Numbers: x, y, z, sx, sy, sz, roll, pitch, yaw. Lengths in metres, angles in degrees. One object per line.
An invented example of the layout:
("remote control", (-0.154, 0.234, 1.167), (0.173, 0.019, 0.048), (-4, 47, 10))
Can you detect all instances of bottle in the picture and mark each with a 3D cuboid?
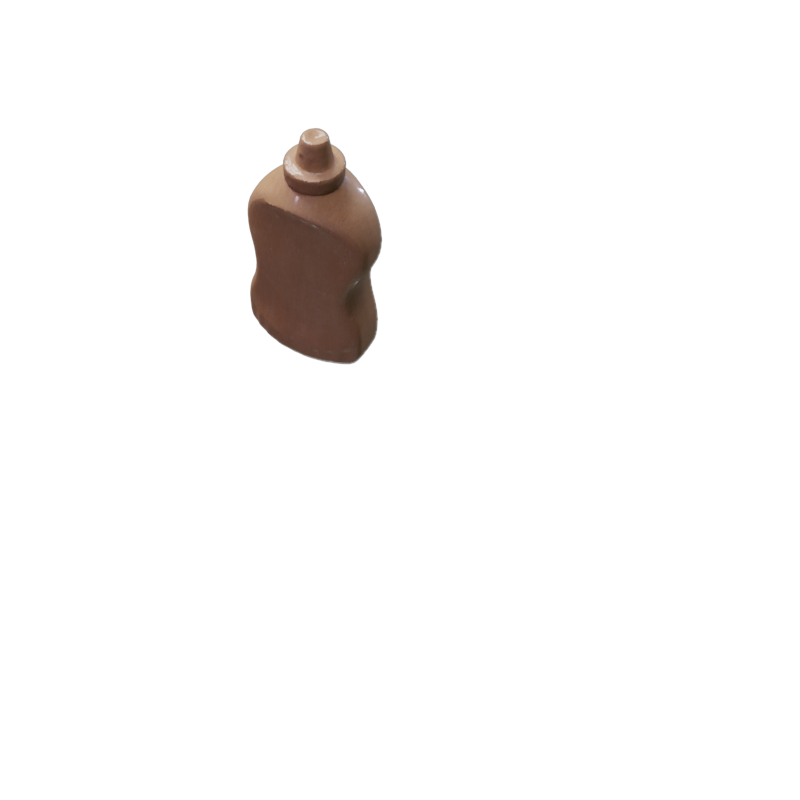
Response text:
("bottle", (-0.060, -0.110, 0.768), (0.100, 0.179, 0.060), (29, 55, 19))
